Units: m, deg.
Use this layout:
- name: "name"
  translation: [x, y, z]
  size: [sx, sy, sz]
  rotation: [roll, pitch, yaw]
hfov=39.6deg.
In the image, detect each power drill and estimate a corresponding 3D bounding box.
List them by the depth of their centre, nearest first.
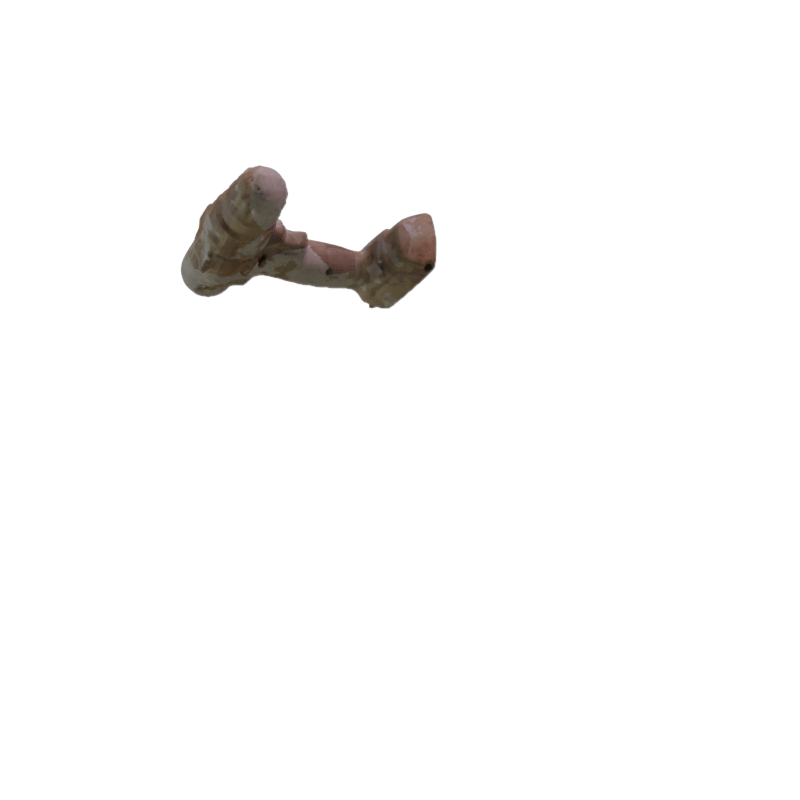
- name: "power drill"
  translation: [-0.070, -0.127, 0.892]
  size: [0.182, 0.060, 0.182]
  rotation: [7, -18, -22]
